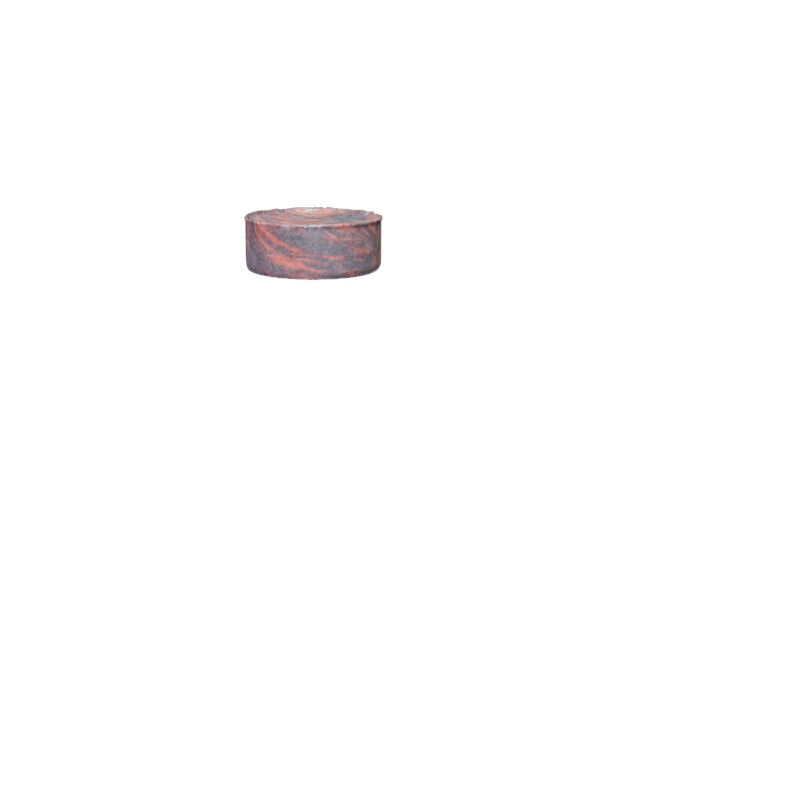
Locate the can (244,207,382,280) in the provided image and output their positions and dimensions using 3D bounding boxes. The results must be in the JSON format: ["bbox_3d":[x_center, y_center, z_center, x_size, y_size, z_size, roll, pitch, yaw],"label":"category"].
[{"bbox_3d":[-0.054,-0.098,0.688,0.086,0.033,0.089,0,16,-2],"label":"can"}]
